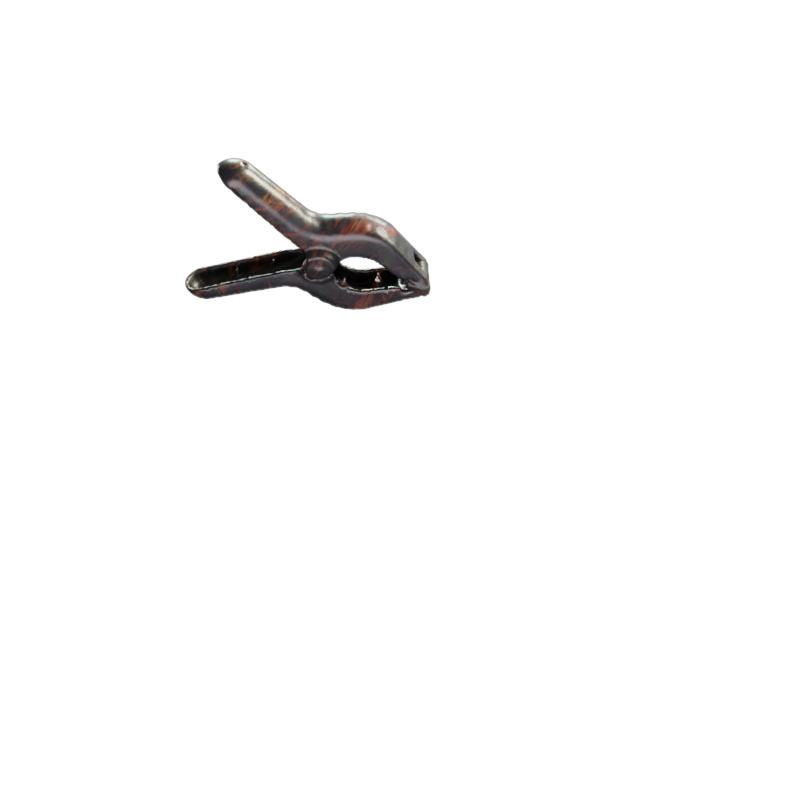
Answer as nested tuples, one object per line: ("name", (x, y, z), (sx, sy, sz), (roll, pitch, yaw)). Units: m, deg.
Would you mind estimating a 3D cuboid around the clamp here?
("clamp", (-0.060, -0.109, 0.761), (0.170, 0.042, 0.113), (5, -39, -6))
